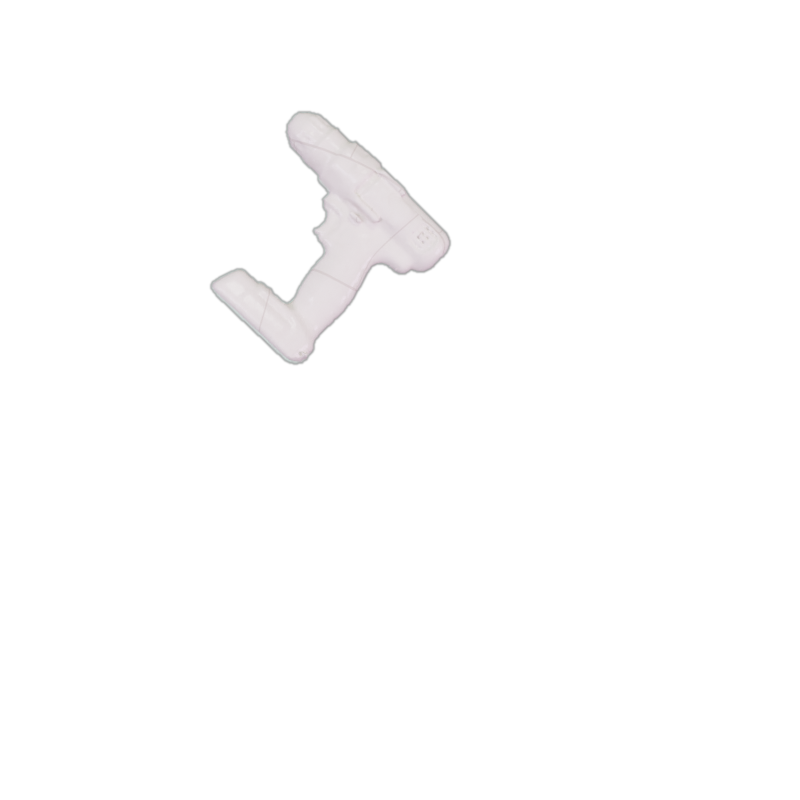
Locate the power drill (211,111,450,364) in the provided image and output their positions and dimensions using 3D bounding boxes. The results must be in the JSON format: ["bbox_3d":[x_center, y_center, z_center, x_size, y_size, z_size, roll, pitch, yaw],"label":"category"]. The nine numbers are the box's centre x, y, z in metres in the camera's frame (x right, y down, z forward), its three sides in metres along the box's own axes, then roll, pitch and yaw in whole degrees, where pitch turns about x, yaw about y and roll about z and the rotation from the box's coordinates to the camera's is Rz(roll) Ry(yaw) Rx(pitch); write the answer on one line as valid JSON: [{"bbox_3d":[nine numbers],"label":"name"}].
[{"bbox_3d":[-0.077,-0.141,0.985,0.188,0.188,0.056,44,-7,6],"label":"power drill"}]
